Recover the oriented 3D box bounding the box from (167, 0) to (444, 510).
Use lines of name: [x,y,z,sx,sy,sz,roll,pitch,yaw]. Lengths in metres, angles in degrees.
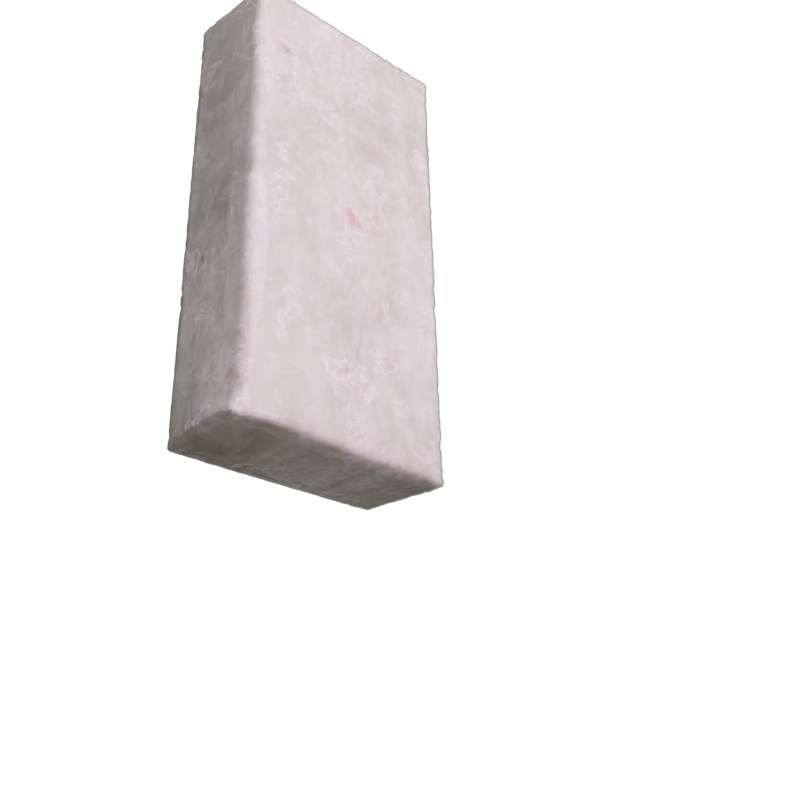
box: [-0.032,-0.058,0.411,0.088,0.188,0.048,23,-39,-37]
